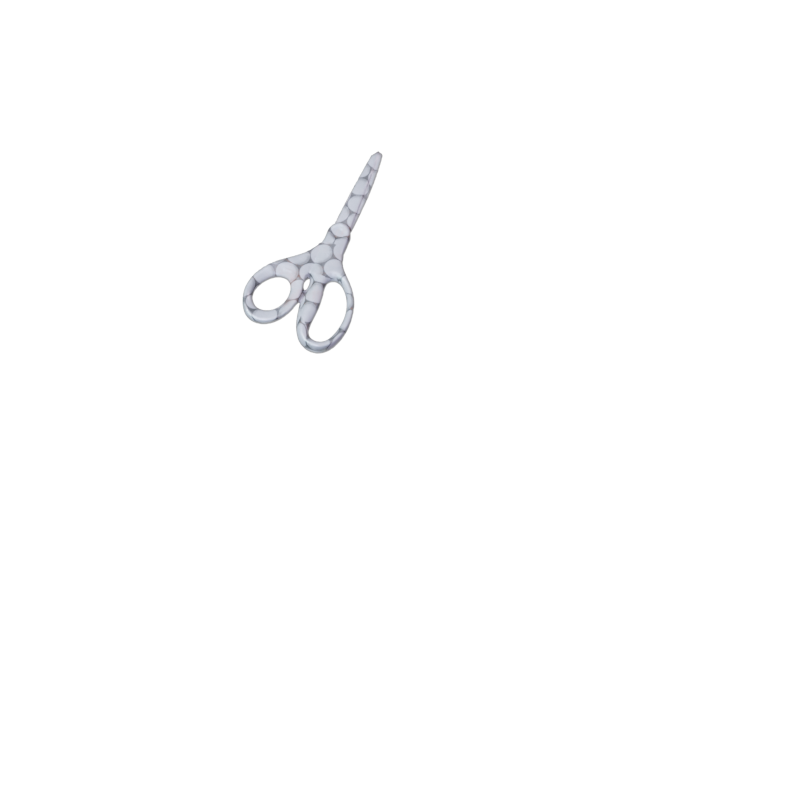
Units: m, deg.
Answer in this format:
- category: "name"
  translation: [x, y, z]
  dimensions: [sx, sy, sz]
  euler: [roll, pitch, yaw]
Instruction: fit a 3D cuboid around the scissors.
- category: "scissors"
  translation: [-0.070, -0.128, 0.896]
  dimensions: [0.097, 0.215, 0.015]
  euler: [4, -34, 2]
